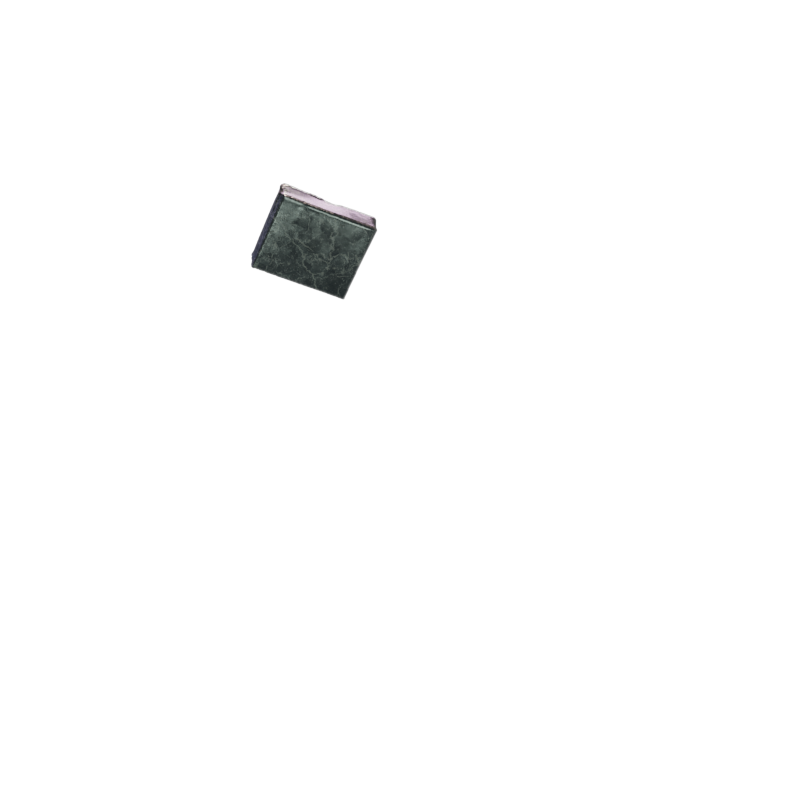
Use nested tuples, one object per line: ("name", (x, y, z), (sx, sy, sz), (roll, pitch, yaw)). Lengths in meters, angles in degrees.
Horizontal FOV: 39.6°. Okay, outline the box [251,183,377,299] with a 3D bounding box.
("box", (-0.074, -0.136, 0.949), (0.087, 0.070, 0.032), (20, 26, -11))
